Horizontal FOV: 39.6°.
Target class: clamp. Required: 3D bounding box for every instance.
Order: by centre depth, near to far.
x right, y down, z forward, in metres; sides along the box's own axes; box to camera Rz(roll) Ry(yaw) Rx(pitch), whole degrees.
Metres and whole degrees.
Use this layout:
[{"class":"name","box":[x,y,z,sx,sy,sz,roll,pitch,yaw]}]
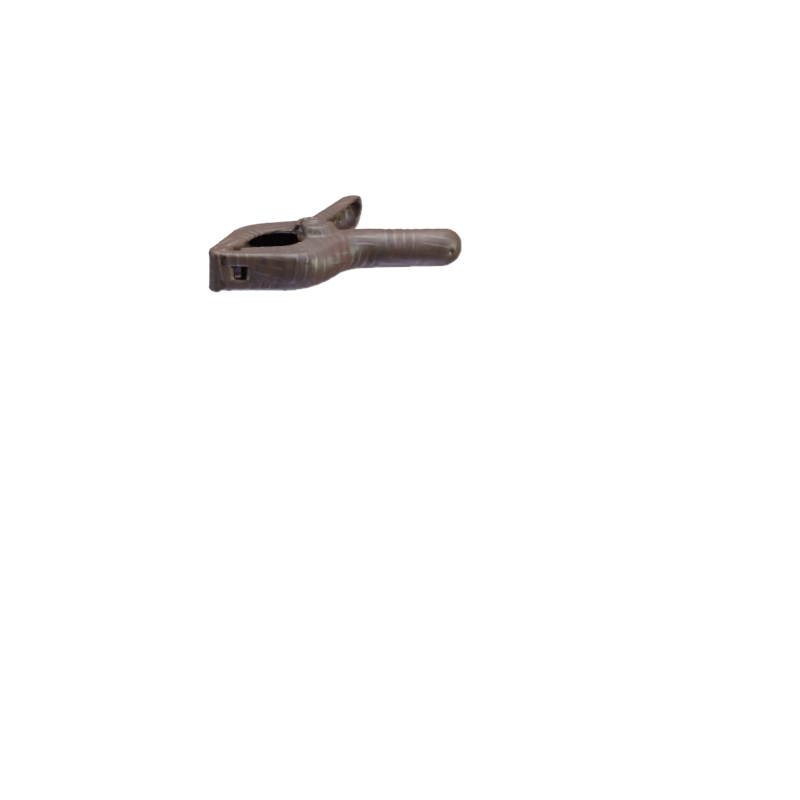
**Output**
[{"class":"clamp","box":[-0.059,-0.107,0.751,0.167,0.038,0.127,-11,22,-28]}]
